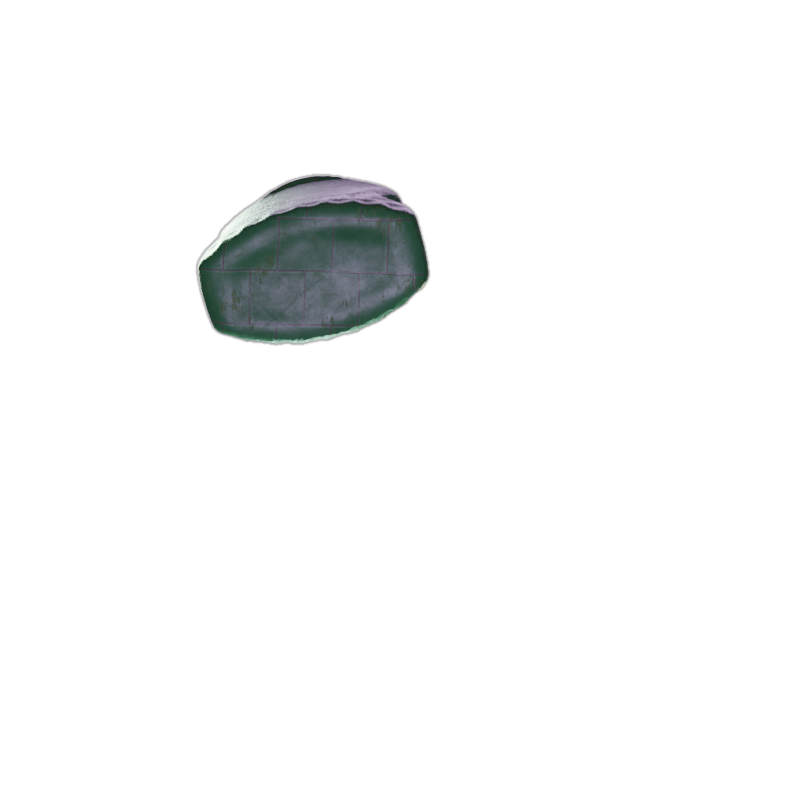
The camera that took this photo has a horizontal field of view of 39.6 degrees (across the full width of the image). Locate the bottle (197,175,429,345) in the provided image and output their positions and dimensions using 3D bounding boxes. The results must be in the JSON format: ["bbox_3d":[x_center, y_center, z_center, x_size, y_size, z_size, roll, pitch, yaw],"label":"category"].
[{"bbox_3d":[-0.043,-0.078,0.549,0.096,0.056,0.198,-15,16,0],"label":"bottle"}]
